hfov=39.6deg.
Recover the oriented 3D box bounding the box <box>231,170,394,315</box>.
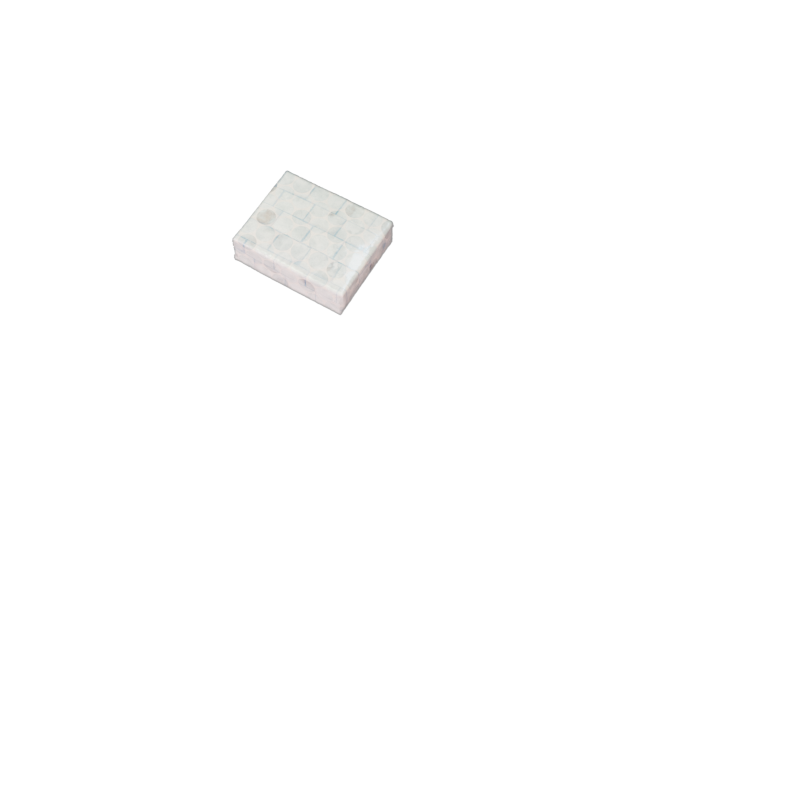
[{"bbox_3d":[-0.075,-0.138,0.965,0.118,0.093,0.036,26,-30,16],"label":"box"}]
